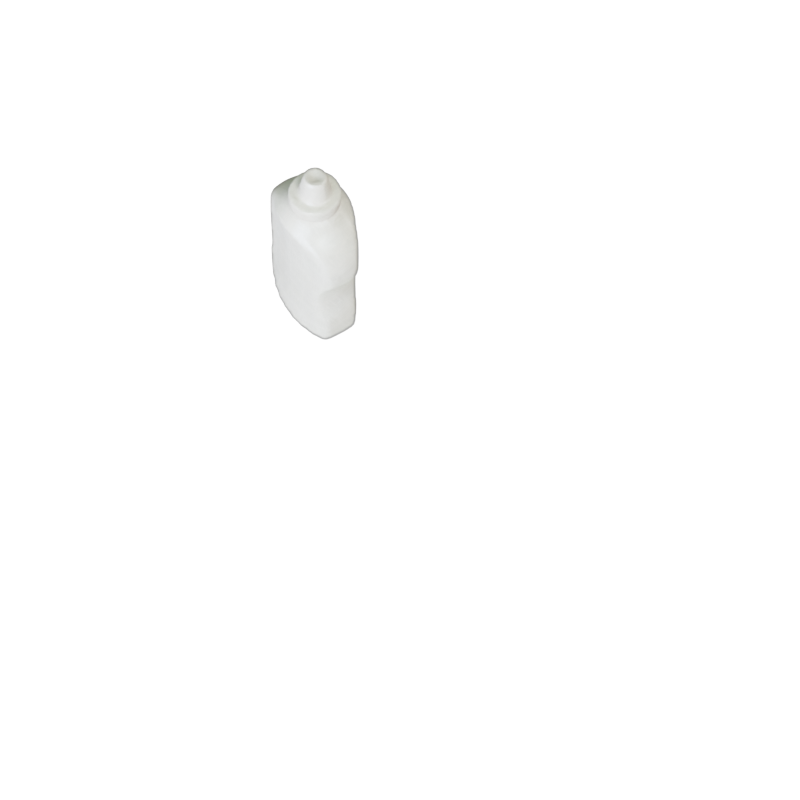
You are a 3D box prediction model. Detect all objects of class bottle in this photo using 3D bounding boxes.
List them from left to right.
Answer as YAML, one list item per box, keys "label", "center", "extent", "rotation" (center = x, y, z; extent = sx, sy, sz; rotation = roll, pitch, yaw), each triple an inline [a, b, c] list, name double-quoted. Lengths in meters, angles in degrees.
- label: "bottle"
  center: [-0.071, -0.130, 0.908]
  extent: [0.058, 0.102, 0.181]
  rotation: [-26, -21, -14]
